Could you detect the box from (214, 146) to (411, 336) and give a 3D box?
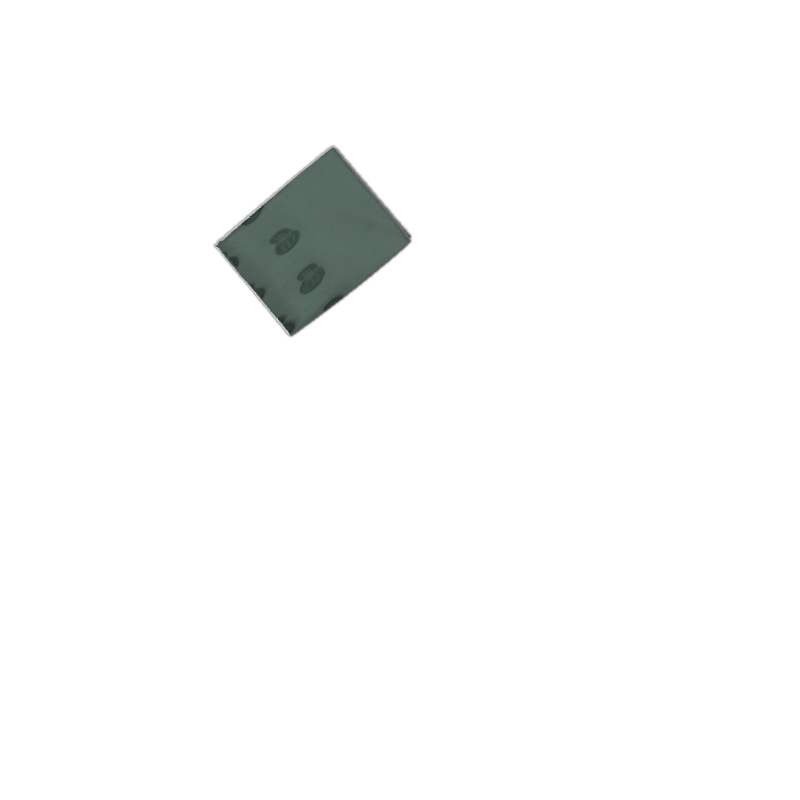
[{"bbox_3d":[-0.062,-0.114,0.796,0.113,0.089,0.039,-39,3,1],"label":"box"}]
